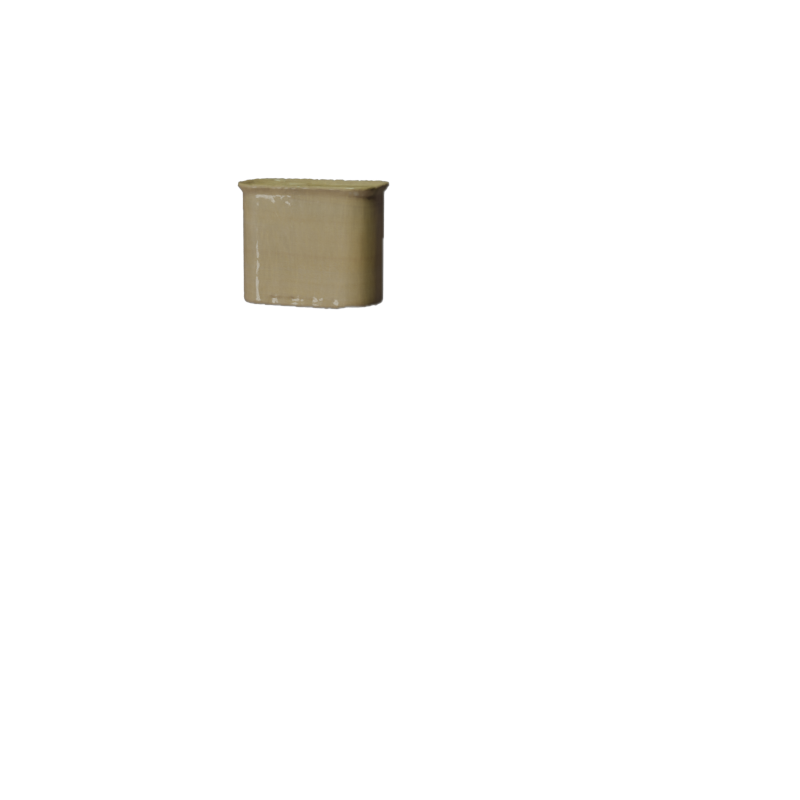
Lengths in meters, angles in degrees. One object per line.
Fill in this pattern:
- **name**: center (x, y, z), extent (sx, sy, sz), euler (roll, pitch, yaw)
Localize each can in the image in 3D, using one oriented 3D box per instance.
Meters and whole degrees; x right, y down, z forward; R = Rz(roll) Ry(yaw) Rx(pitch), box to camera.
- **can**: center (-0.060, -0.110, 0.769), extent (0.105, 0.082, 0.057), euler (5, 11, 18)
